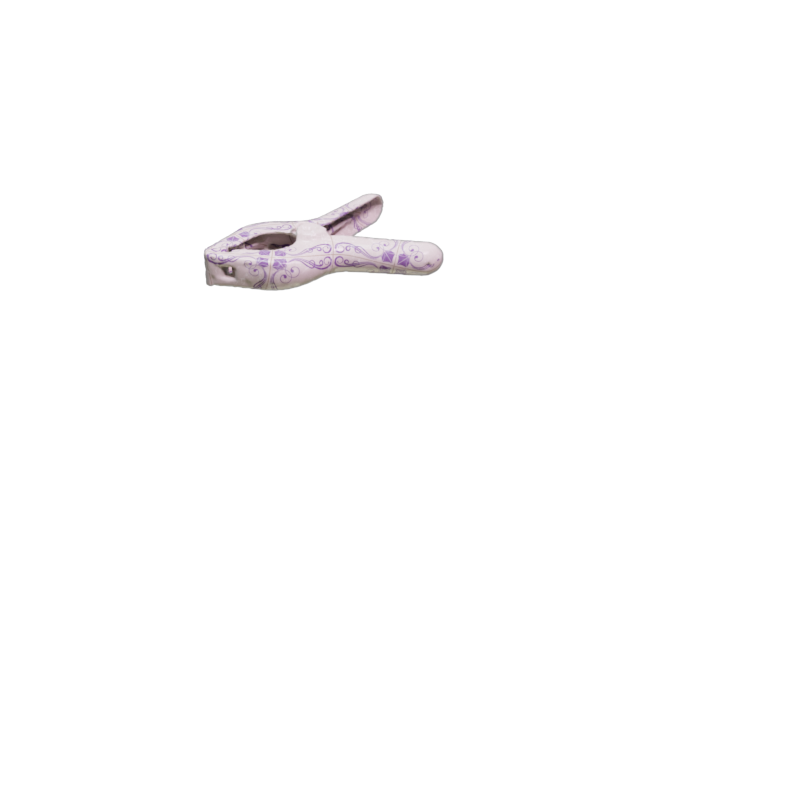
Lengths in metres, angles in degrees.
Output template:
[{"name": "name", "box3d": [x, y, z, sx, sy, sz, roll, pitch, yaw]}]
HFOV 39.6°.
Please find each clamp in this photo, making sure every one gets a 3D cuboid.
[{"name": "clamp", "box3d": [-0.065, -0.119, 0.835, 0.169, 0.037, 0.128, -6, 26, -13]}]
